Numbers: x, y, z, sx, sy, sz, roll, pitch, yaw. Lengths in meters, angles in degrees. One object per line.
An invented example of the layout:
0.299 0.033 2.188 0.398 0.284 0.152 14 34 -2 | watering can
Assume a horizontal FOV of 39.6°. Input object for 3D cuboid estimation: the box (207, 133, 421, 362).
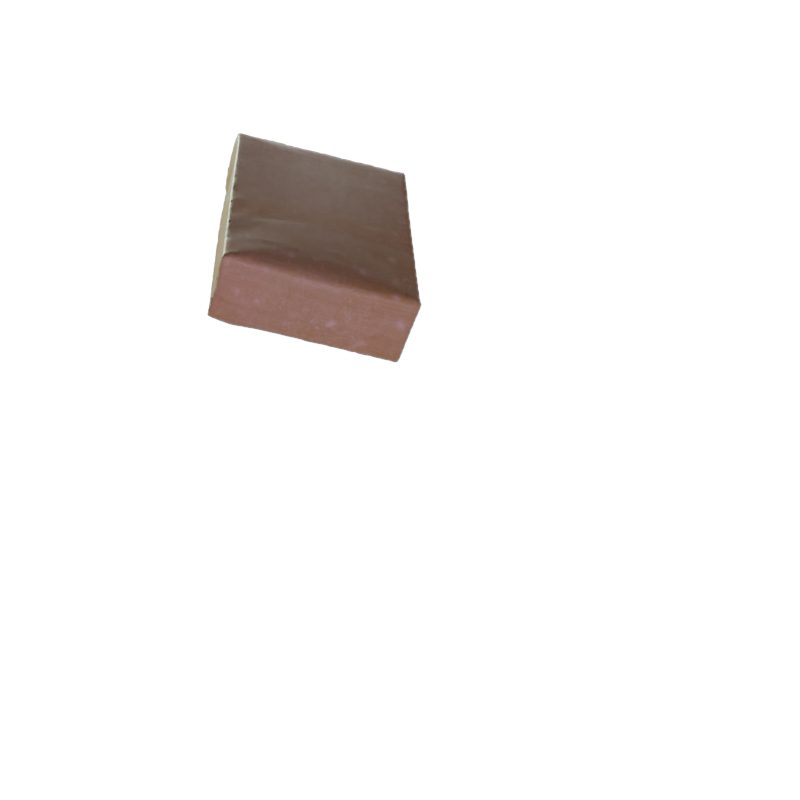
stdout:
-0.075 -0.137 0.962 0.161 0.068 0.229 11 36 -11 | box
